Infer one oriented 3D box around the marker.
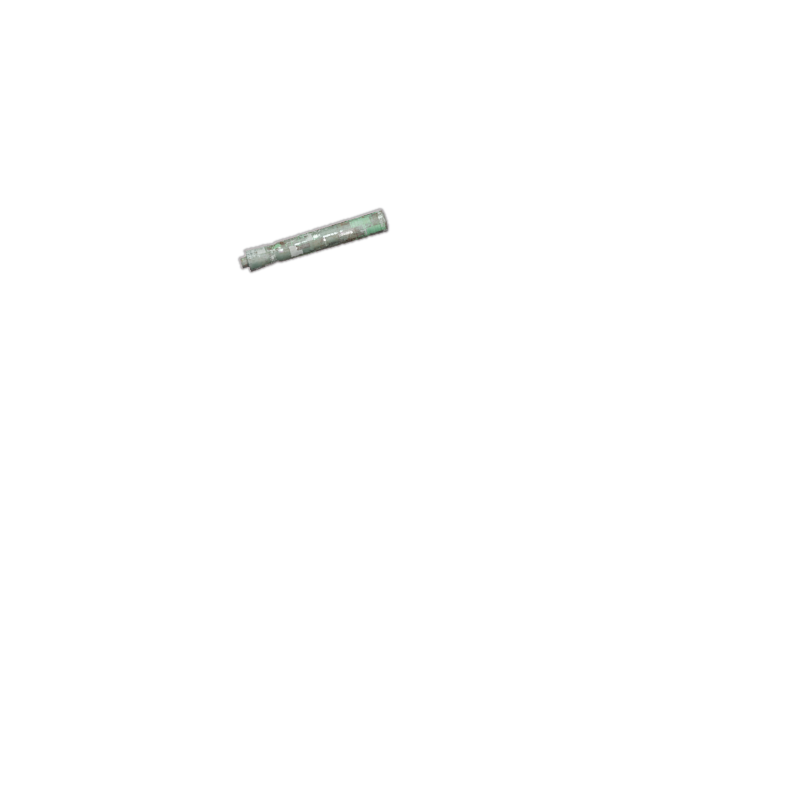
[{"bbox_3d":[-0.069,-0.126,0.885,0.120,0.020,0.020,-17,6,-4],"label":"marker"}]
